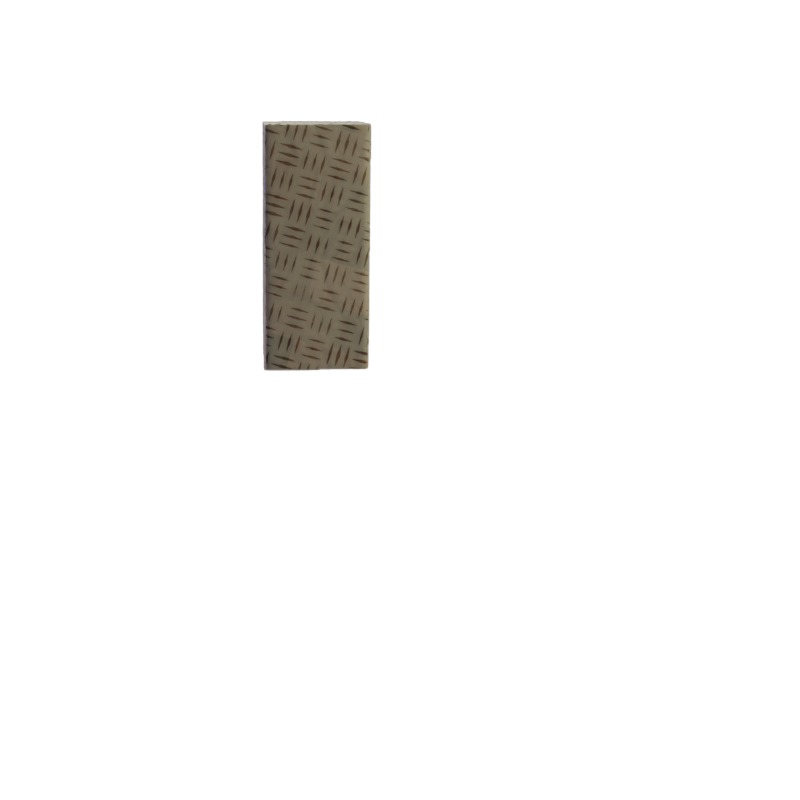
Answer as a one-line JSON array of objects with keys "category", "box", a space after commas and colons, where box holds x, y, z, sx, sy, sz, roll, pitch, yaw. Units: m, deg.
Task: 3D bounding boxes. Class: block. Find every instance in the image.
[{"category": "block", "box": [-0.074, -0.137, 0.958, 0.089, 0.202, 0.093, 0, 9, -6]}]
